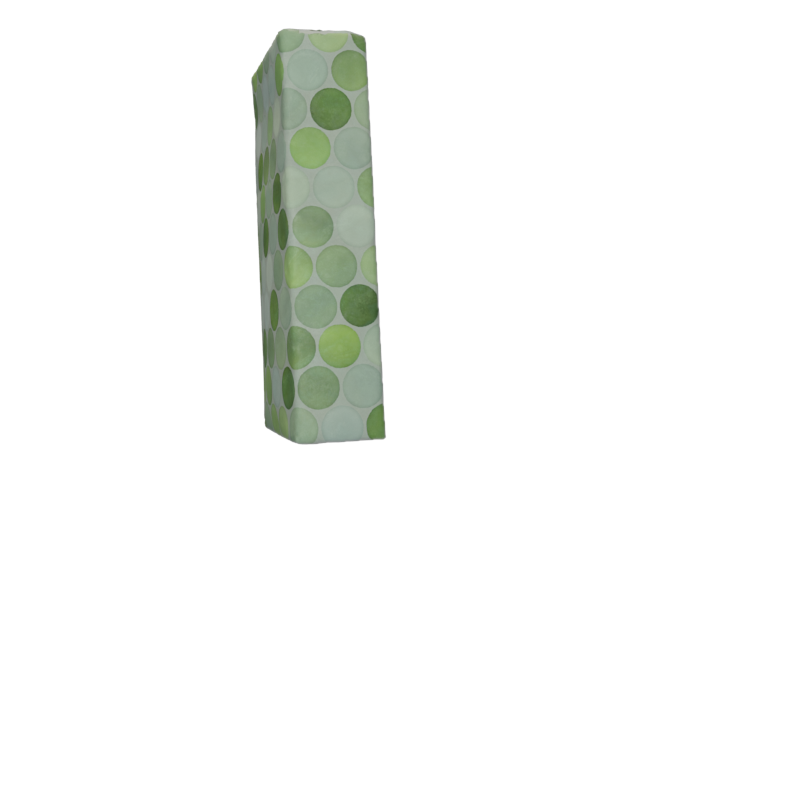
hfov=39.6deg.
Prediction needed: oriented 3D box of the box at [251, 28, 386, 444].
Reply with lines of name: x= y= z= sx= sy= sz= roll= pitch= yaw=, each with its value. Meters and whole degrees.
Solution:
box: x=-0.040 y=-0.073 z=0.510 sx=0.047 sy=0.178 sz=0.094 roll=1 pitch=-3 yaw=-15
